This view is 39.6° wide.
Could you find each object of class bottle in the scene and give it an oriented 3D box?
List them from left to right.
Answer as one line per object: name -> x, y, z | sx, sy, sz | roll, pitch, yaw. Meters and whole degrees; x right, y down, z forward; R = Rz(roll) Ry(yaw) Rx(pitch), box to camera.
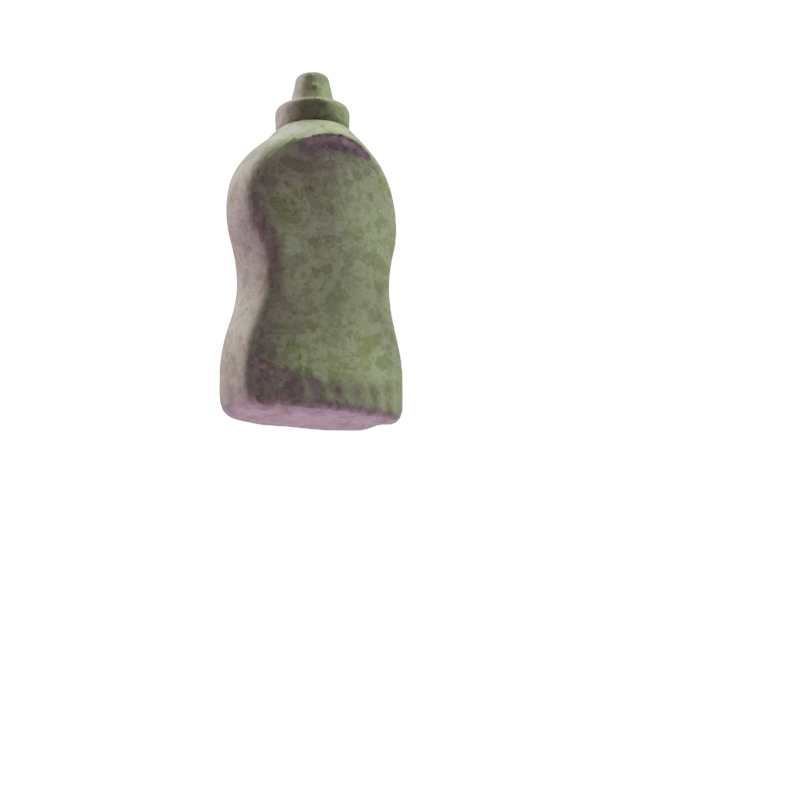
bottle -> -0.046, -0.084, 0.588 | 0.092, 0.199, 0.059 | 9, -19, -32
